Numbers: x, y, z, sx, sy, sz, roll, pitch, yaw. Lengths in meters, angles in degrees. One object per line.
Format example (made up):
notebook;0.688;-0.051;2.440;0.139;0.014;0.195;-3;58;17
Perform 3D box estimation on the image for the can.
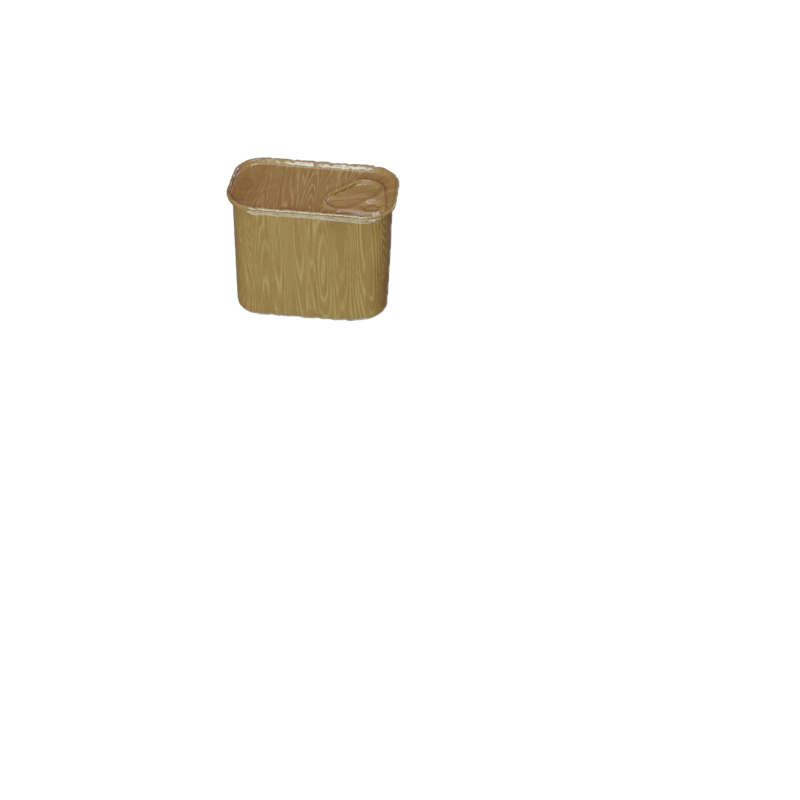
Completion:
can;-0.054;-0.098;0.689;0.103;0.078;0.061;5;39;5
